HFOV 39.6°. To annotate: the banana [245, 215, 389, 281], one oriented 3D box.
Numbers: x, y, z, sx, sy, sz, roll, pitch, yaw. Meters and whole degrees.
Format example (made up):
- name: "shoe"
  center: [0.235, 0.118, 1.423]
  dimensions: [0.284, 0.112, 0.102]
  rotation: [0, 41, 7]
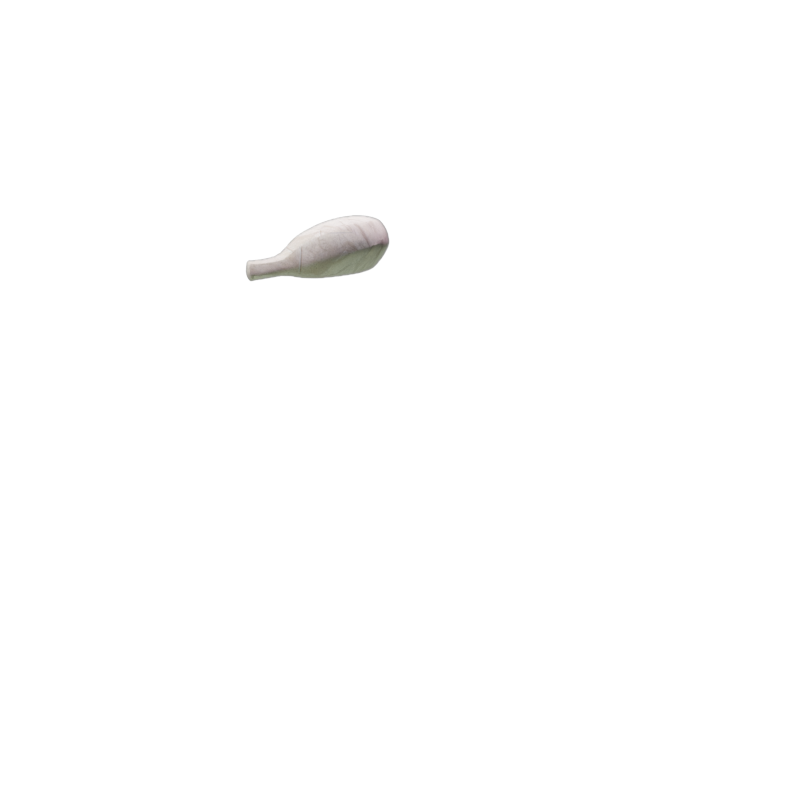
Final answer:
- name: "banana"
  center: [-0.041, -0.105, 0.739]
  dimensions: [0.071, 0.036, 0.198]
  rotation: [2, 11, 11]
